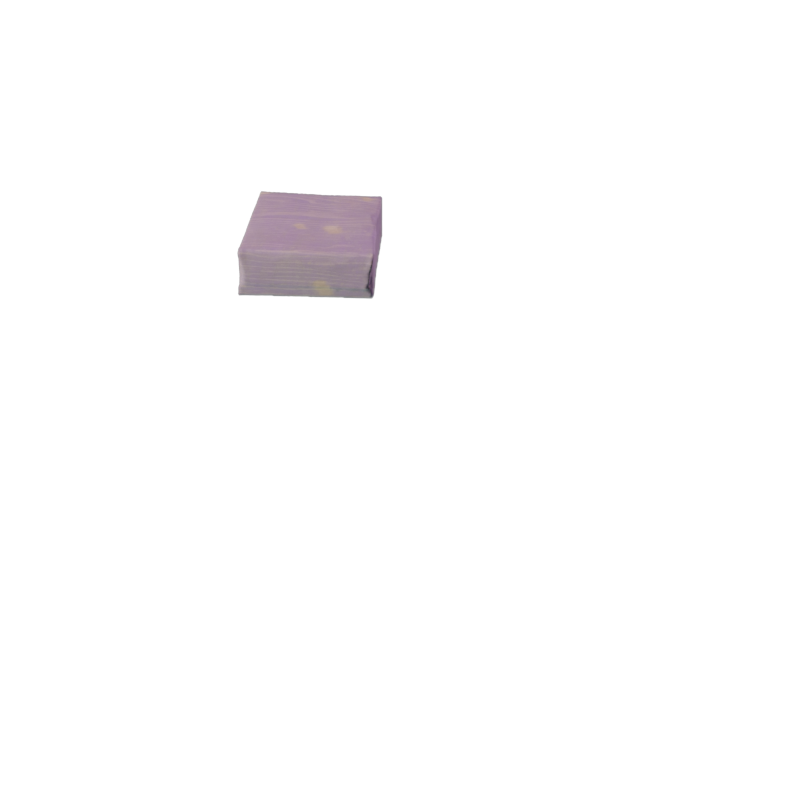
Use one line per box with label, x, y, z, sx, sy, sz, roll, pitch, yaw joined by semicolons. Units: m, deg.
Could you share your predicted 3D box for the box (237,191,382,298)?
box;-0.048;-0.088;0.619;0.074;0.028;0.094;2;29;3
